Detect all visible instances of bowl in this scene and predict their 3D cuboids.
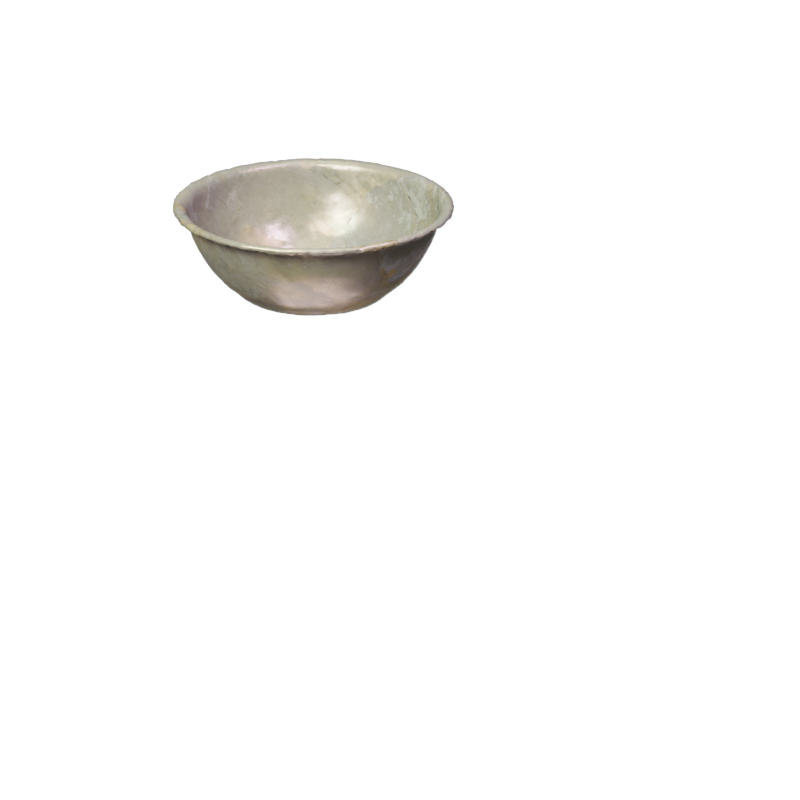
[{"bbox_3d":[-0.051,-0.093,0.650,0.162,0.052,0.171,-1,27,-2],"label":"bowl"}]
